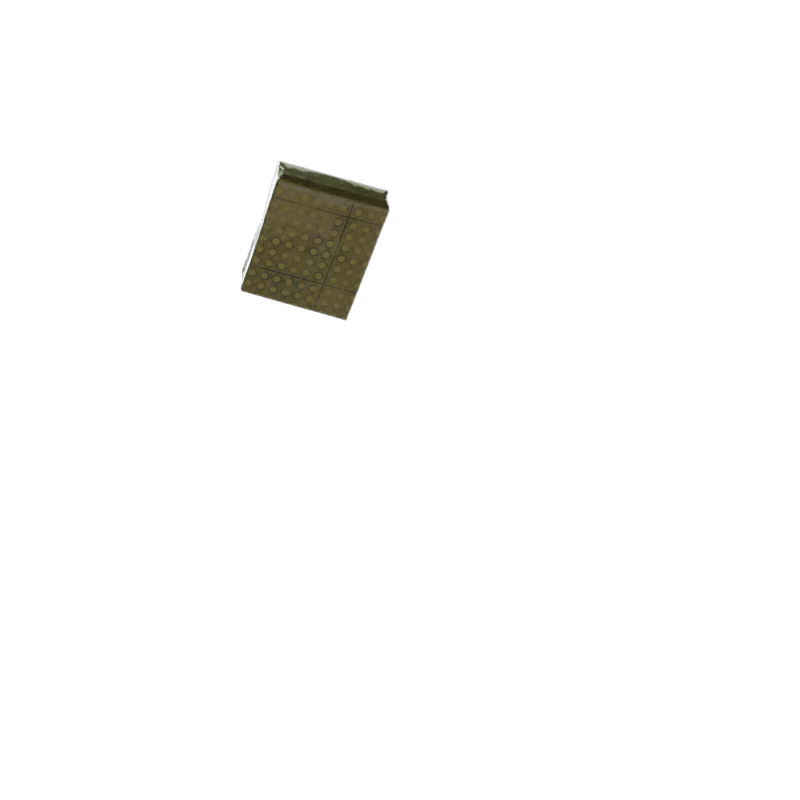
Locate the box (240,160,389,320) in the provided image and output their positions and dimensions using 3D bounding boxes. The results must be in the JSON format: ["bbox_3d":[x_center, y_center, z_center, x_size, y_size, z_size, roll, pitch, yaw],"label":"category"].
[{"bbox_3d":[-0.055,-0.101,0.708,0.072,0.085,0.032,16,32,-11],"label":"box"}]
